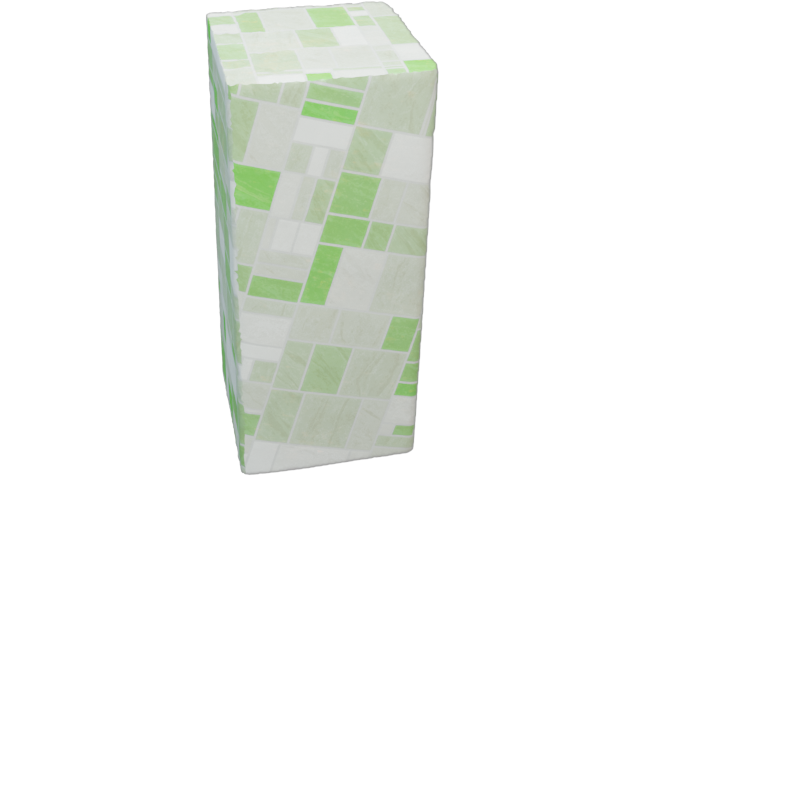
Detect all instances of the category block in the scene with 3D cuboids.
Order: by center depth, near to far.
[{"bbox_3d":[-0.041,-0.076,0.535,0.089,0.193,0.098,-6,34,-12],"label":"block"}]
